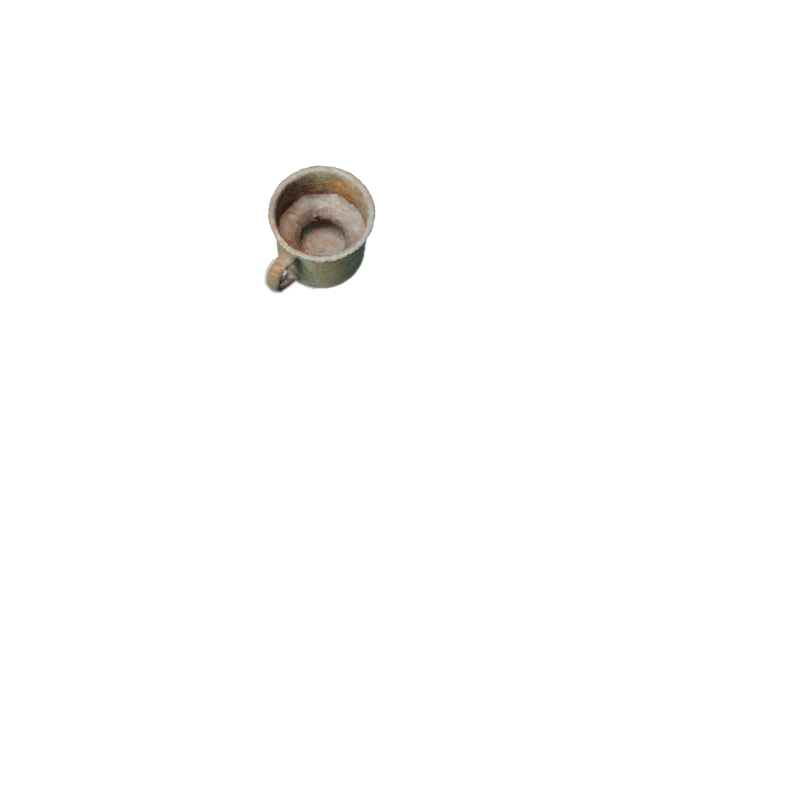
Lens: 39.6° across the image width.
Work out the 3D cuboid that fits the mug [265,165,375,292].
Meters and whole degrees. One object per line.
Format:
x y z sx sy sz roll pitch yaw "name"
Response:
-0.078 -0.142 0.992 0.096 0.119 0.077 34 -19 11 "mug"
